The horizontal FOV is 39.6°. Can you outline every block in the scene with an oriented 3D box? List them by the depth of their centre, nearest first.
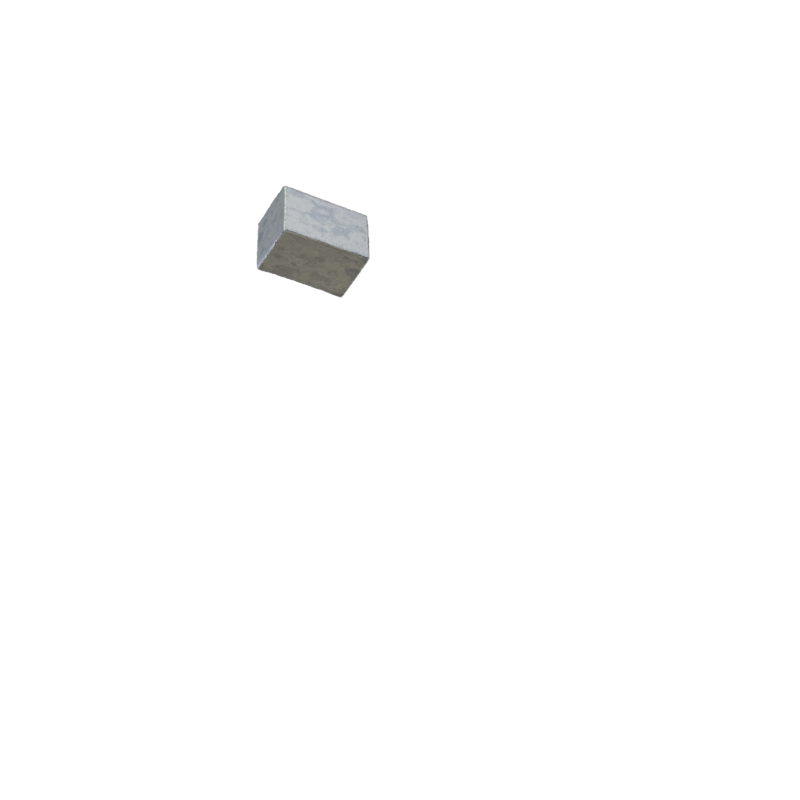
[{"bbox_3d":[-0.070,-0.127,0.892,0.075,0.055,0.051,19,-45,-21],"label":"block"}]
